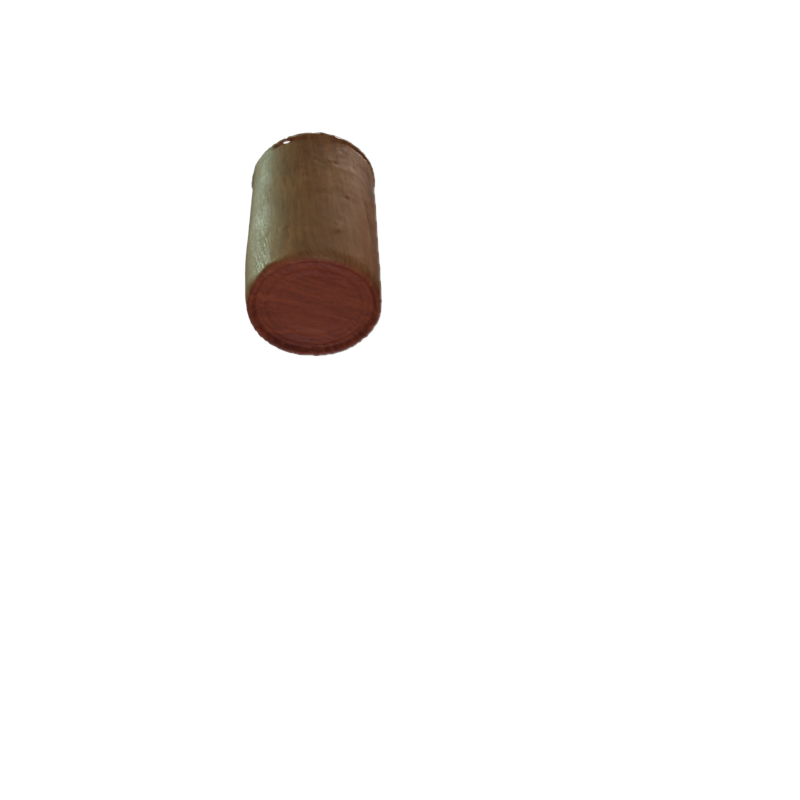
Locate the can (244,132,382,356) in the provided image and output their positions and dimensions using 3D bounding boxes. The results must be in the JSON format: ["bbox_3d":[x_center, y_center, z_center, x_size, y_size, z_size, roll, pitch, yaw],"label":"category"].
[{"bbox_3d":[-0.045,-0.082,0.571,0.068,0.064,0.110,-1,44,-3],"label":"can"}]
